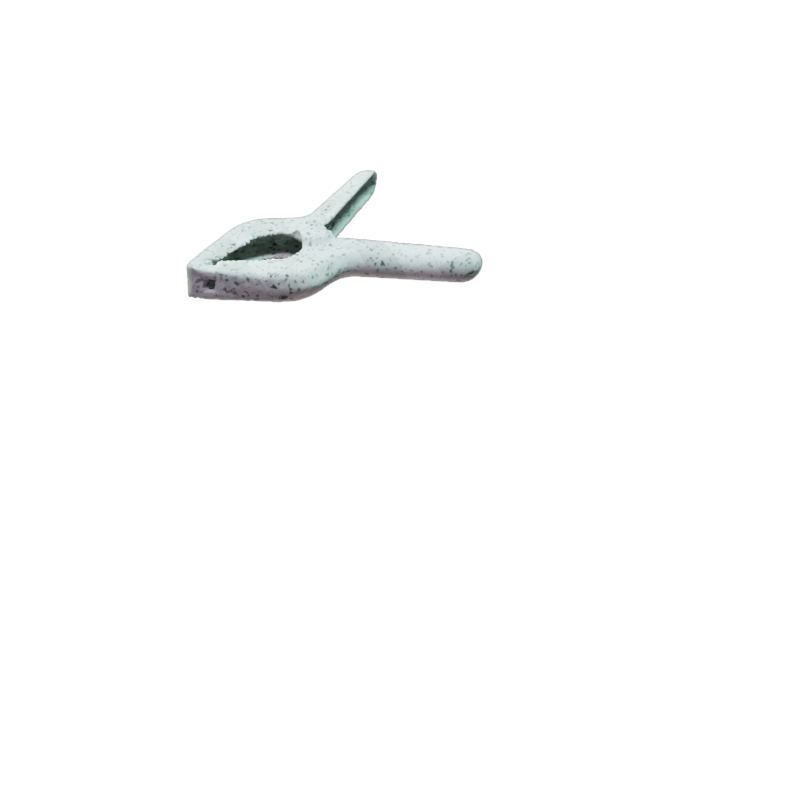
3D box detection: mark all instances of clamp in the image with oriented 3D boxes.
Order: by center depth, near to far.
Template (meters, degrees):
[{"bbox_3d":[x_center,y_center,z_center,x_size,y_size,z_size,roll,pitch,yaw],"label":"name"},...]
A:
[{"bbox_3d":[-0.066,-0.121,0.846,0.207,0.034,0.178,-14,38,-19],"label":"clamp"}]
